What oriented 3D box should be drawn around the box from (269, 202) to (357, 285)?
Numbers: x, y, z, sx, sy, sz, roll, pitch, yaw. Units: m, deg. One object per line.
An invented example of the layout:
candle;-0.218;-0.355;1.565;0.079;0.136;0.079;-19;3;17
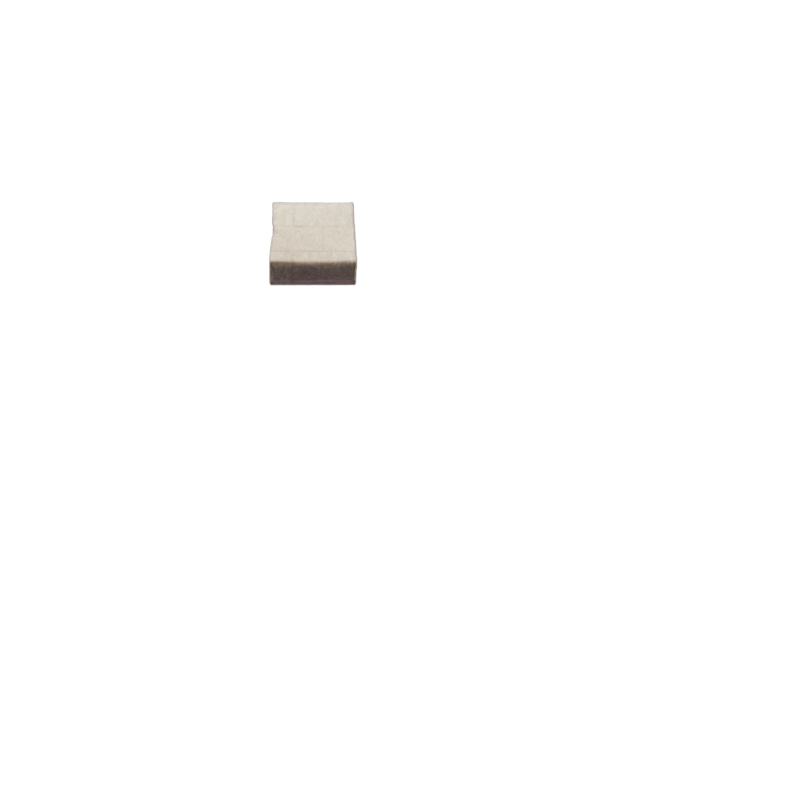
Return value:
box;-0.075;-0.136;0.953;0.073;0.028;0.096;-1;42;-1
